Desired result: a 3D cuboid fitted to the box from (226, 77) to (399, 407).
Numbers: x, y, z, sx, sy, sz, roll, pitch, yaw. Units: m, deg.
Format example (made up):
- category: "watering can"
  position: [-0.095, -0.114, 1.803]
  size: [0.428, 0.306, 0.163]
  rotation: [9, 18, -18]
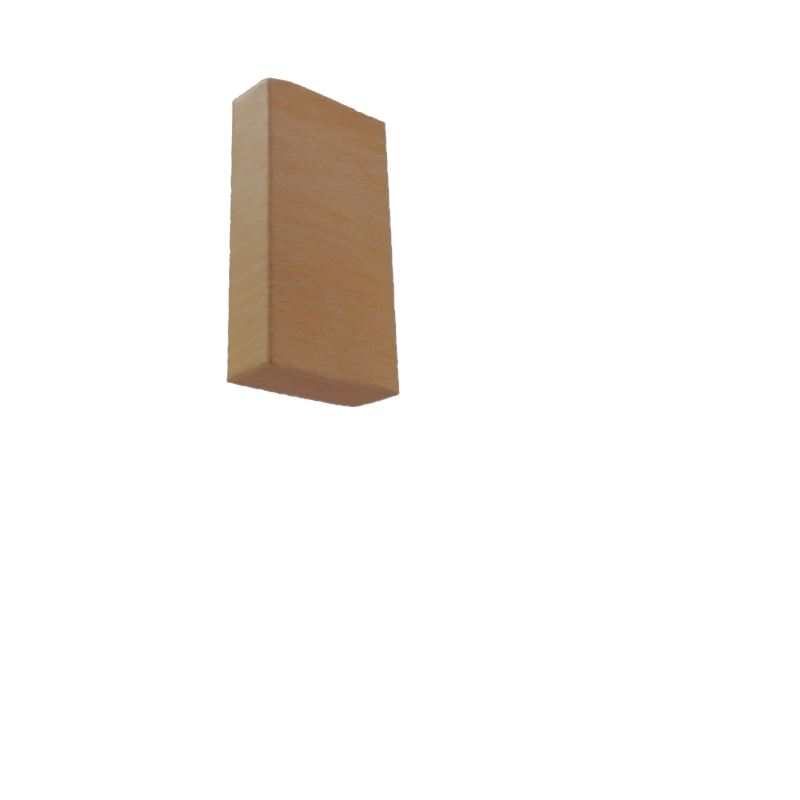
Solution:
- category: "box"
  position: [-0.049, -0.090, 0.631]
  size: [0.088, 0.185, 0.048]
  rotation: [15, -27, -37]
